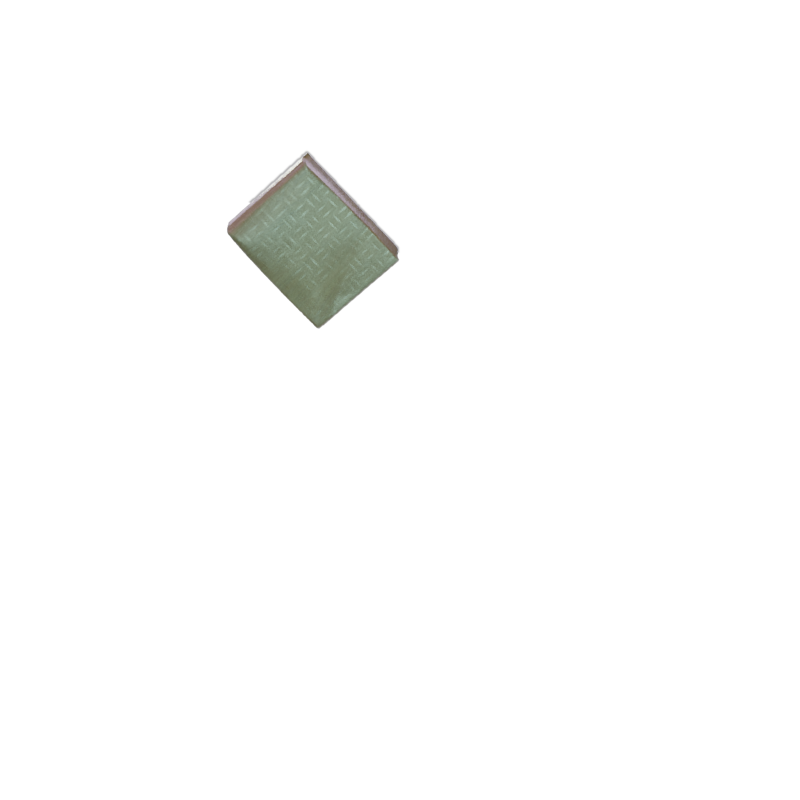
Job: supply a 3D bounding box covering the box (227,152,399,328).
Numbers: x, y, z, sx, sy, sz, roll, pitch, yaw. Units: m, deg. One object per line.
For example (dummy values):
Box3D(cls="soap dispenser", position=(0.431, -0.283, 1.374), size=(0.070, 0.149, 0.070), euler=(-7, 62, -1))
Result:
Box3D(cls="box", position=(-0.070, -0.127, 0.889), size=(0.089, 0.109, 0.041), euler=(-40, 16, 13))
